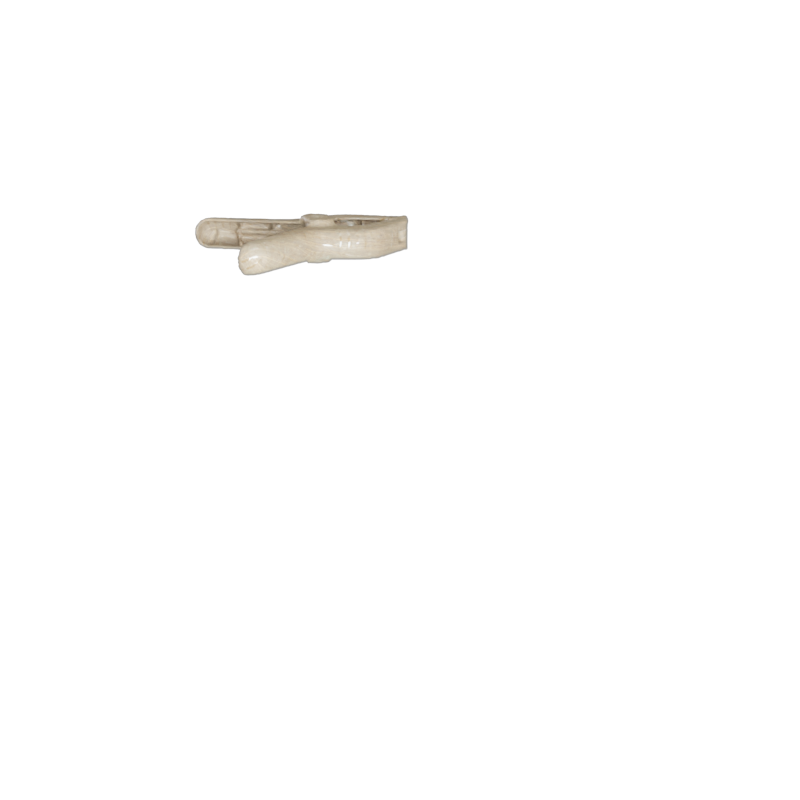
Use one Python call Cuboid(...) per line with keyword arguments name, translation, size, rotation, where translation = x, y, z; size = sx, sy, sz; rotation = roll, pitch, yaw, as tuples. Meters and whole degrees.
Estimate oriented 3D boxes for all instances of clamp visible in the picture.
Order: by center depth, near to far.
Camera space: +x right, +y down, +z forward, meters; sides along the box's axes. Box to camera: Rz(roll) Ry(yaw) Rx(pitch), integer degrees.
Cuboid(name="clamp", translation=(-0.068, -0.124, 0.868), size=(0.169, 0.037, 0.128), rotation=(-7, 26, -14))
